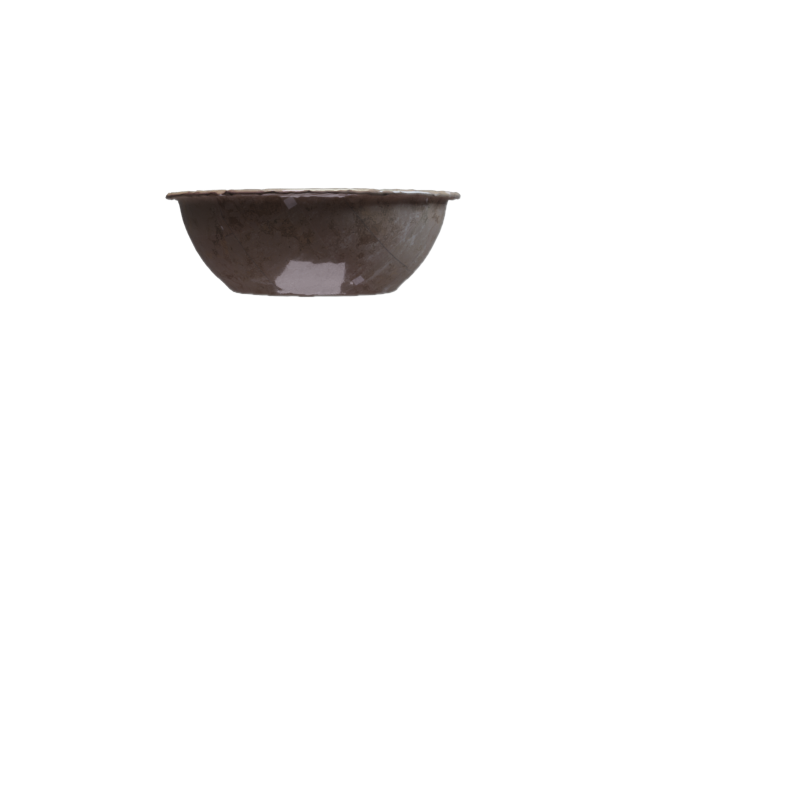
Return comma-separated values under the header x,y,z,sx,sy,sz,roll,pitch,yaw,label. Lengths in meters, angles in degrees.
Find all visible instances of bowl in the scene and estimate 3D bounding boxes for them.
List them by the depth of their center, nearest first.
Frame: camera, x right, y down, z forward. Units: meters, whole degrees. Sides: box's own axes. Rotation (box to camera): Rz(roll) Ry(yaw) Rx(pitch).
x,y,z,sx,sy,sz,roll,pitch,yaw,label
-0.048,-0.087,0.611,0.162,0.054,0.164,0,9,-2,bowl
